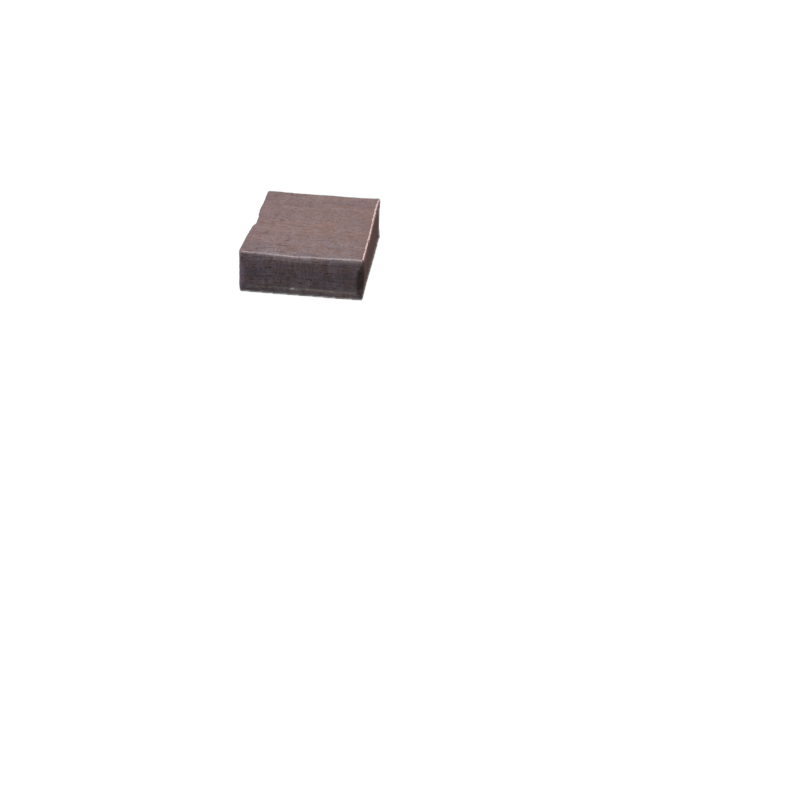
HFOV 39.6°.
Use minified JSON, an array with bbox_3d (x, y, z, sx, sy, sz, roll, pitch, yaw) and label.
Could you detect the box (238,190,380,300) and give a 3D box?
[{"bbox_3d":[-0.053,-0.096,0.671,0.074,0.028,0.094,4,33,6],"label":"box"}]
